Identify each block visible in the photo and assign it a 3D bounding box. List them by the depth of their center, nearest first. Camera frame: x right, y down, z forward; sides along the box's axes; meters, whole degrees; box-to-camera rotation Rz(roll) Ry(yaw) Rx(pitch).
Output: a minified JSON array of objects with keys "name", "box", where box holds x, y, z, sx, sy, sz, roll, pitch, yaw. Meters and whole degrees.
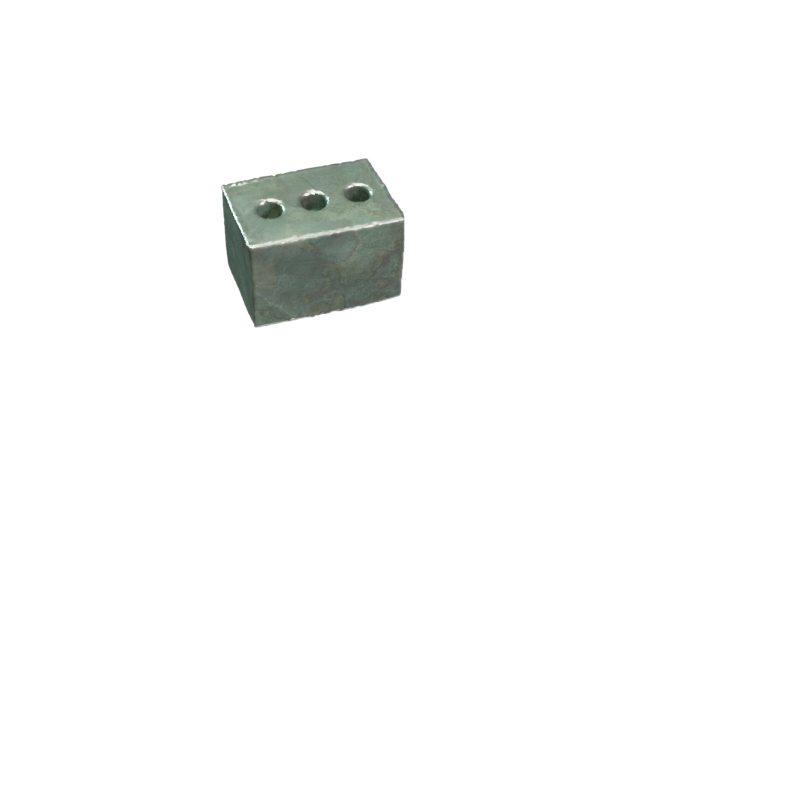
[{"name":"block","box":[-0.042,-0.077,0.539,0.077,0.048,0.057,-13,45,-15]}]
